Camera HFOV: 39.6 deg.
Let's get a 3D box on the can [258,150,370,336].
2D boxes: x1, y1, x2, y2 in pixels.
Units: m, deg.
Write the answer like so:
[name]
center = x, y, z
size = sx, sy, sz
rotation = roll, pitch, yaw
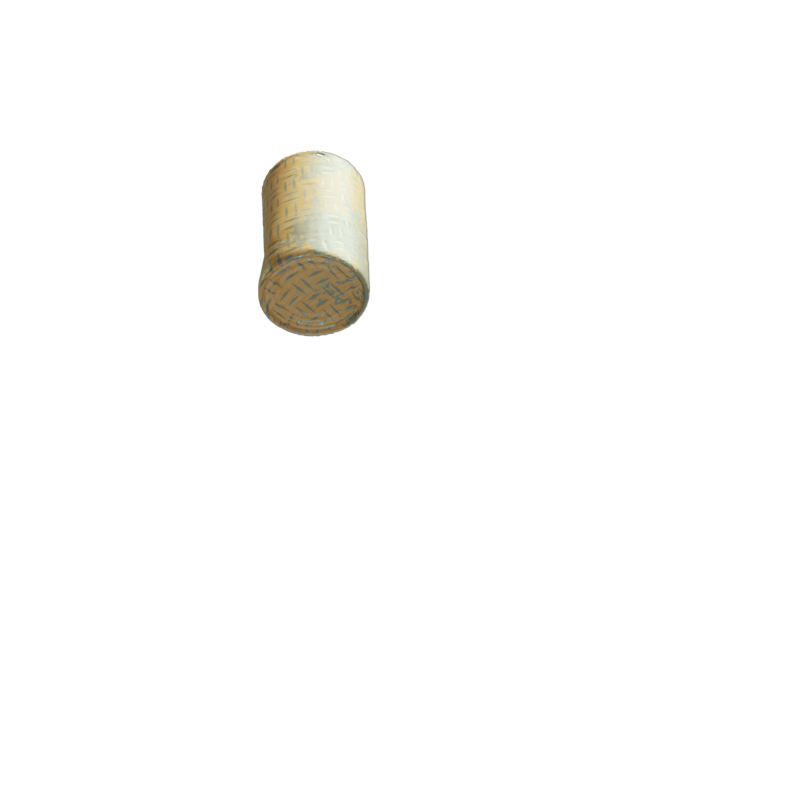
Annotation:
[can]
center = -0.054, -0.098, 0.685
size = 0.068, 0.064, 0.110
rotation = -1, 43, -3
